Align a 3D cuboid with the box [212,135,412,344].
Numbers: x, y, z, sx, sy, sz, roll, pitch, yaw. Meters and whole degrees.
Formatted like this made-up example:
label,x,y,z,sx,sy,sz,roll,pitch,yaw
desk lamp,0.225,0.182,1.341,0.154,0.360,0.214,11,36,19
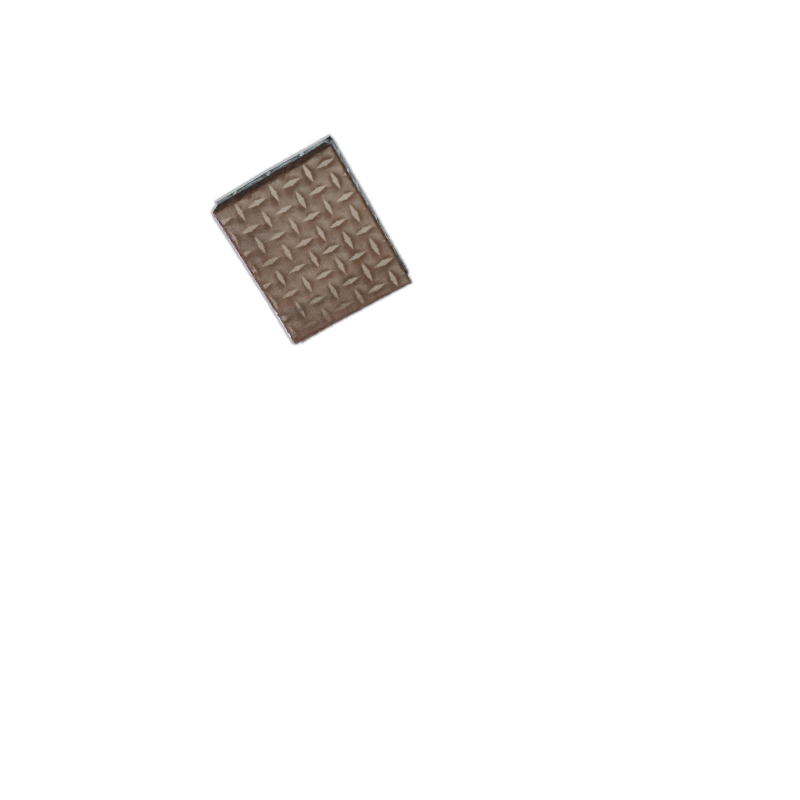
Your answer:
label,x,y,z,sx,sy,sz,roll,pitch,yaw
box,-0.046,-0.085,0.593,0.073,0.086,0.031,-29,15,8
